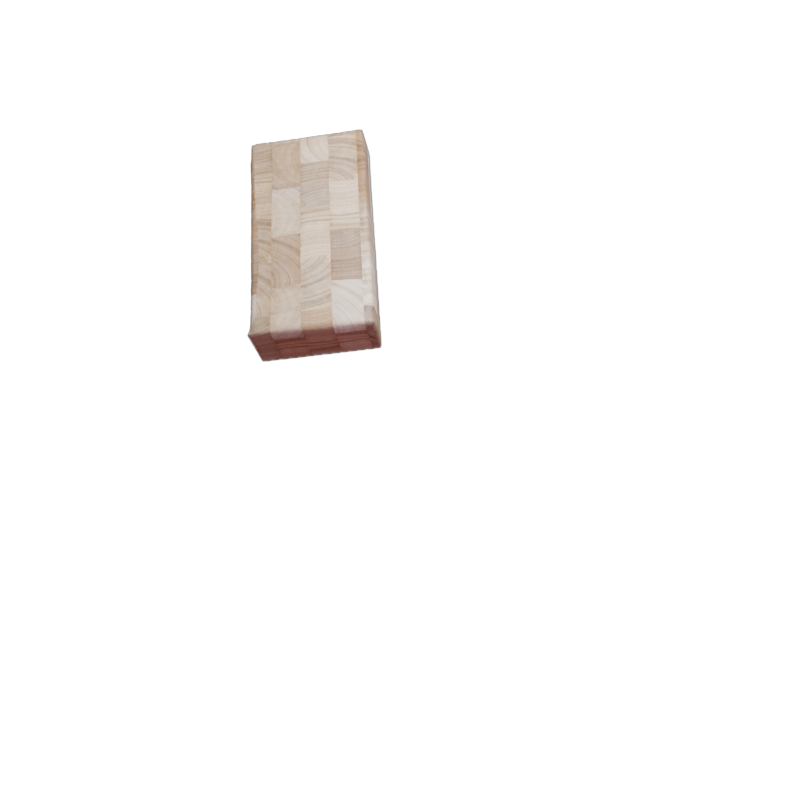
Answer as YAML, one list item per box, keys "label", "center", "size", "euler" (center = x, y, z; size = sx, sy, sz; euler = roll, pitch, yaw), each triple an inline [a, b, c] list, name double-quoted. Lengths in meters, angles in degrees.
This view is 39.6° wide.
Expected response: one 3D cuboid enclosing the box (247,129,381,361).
- label: "box"
  center: [-0.066, -0.120, 0.842]
  size: [0.094, 0.188, 0.044]
  euler: [-7, -33, 8]
